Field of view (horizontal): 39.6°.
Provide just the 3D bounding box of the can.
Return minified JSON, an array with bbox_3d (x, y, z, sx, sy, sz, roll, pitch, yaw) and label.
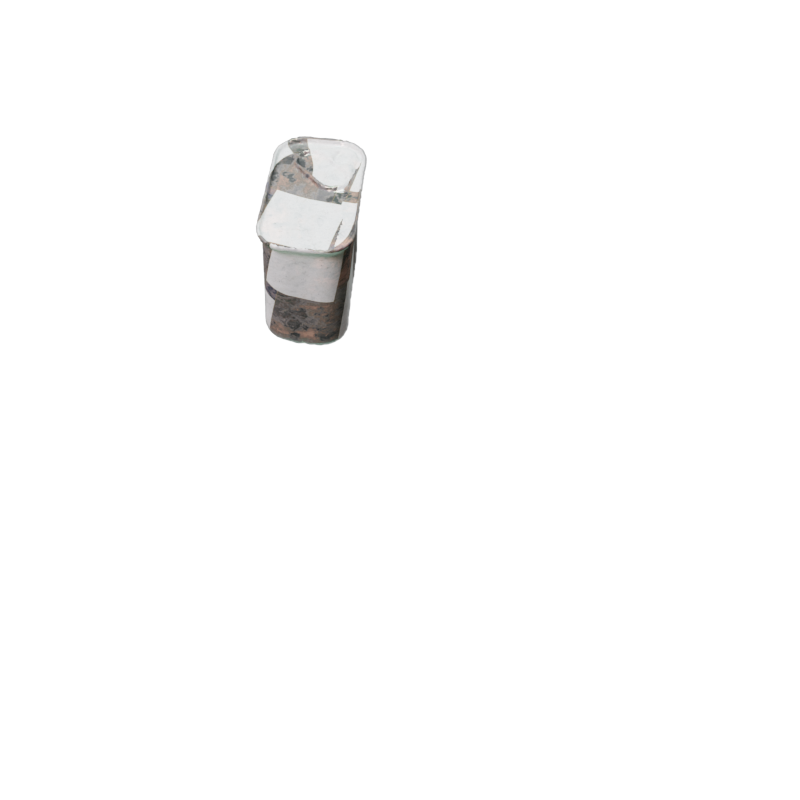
[{"bbox_3d":[-0.053,-0.097,0.680,0.058,0.109,0.078,5,-42,1],"label":"can"}]
